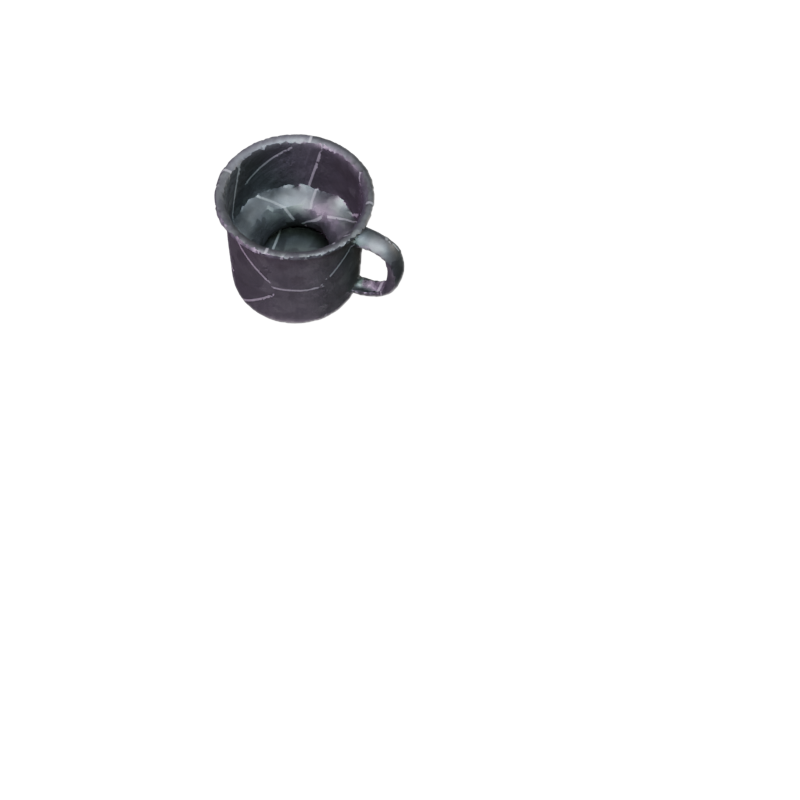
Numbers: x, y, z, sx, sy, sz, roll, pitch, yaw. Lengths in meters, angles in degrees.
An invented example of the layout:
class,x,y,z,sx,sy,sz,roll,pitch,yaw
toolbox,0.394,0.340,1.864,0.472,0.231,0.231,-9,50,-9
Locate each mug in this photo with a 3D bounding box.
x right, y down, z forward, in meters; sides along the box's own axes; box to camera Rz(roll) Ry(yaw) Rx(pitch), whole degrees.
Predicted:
class,x,y,z,sx,sy,sz,roll,pitch,yaw
mug,-0.052,-0.096,0.670,0.120,0.097,0.076,20,-31,12
